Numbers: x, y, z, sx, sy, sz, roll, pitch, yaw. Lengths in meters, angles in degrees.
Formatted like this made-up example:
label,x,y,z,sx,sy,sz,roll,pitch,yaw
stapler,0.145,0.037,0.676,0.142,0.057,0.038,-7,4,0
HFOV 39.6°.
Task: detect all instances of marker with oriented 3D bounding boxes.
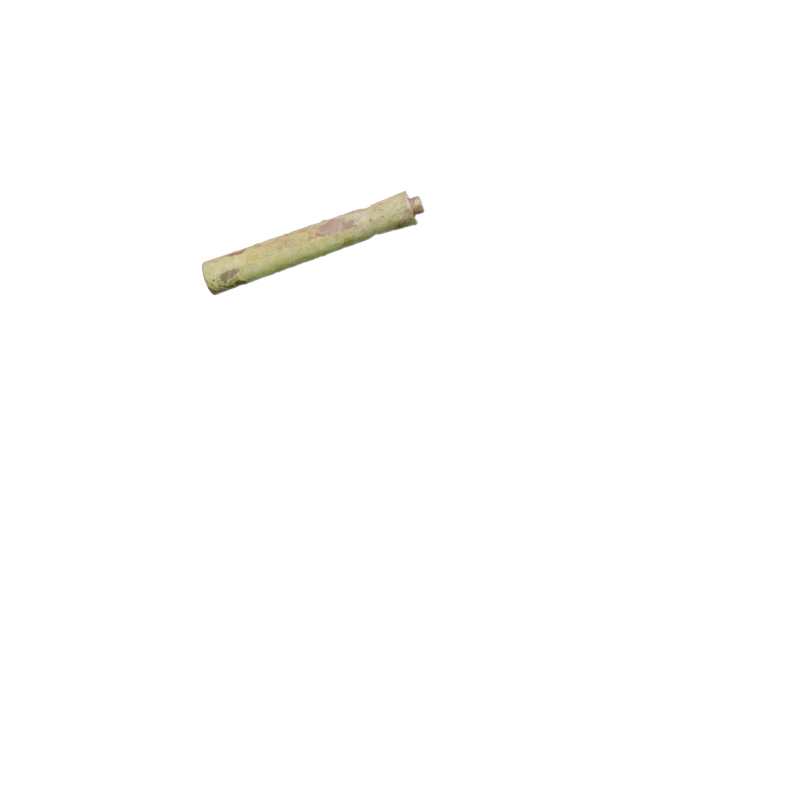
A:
label,x,y,z,sx,sy,sz,roll,pitch,yaw
marker,-0.046,-0.084,0.586,0.121,0.020,0.020,-18,2,8
